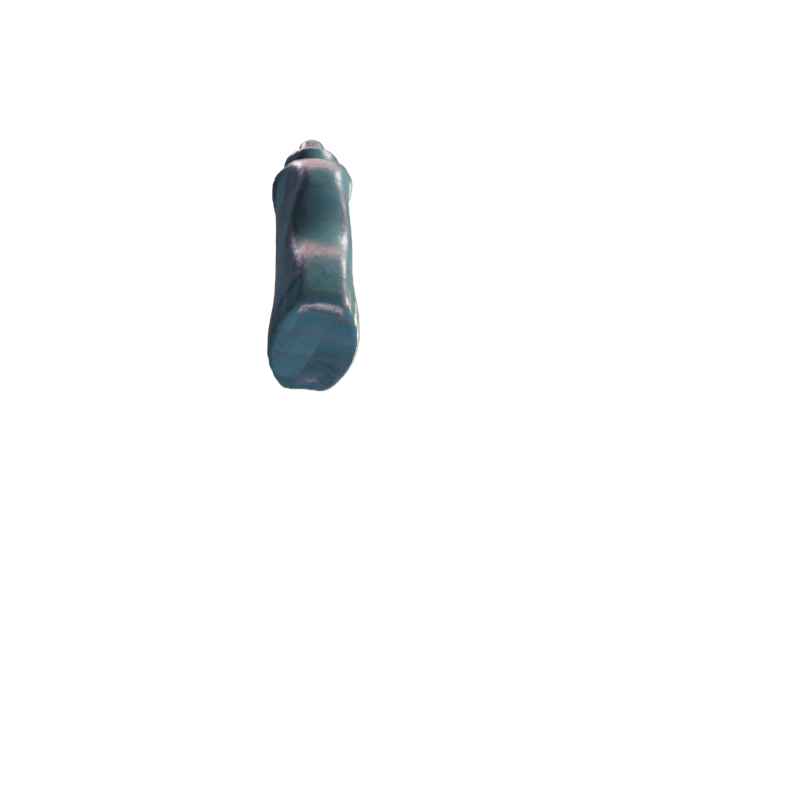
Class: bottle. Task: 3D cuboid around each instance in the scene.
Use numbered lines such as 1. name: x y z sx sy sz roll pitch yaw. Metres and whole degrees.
1. bottle: -0.060 -0.109 0.763 0.058 0.206 0.090 3 -39 -8
